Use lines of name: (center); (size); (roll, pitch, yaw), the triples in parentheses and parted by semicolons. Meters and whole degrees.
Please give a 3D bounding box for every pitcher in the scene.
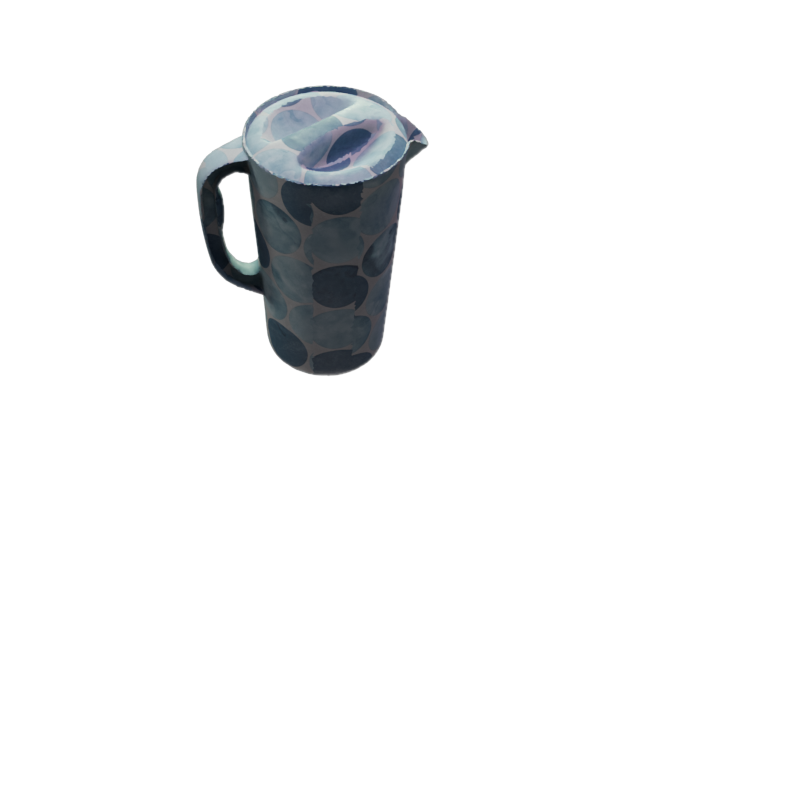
pitcher: (-0.074, -0.135, 0.949); (0.156, 0.226, 0.149); (24, 49, 20)
